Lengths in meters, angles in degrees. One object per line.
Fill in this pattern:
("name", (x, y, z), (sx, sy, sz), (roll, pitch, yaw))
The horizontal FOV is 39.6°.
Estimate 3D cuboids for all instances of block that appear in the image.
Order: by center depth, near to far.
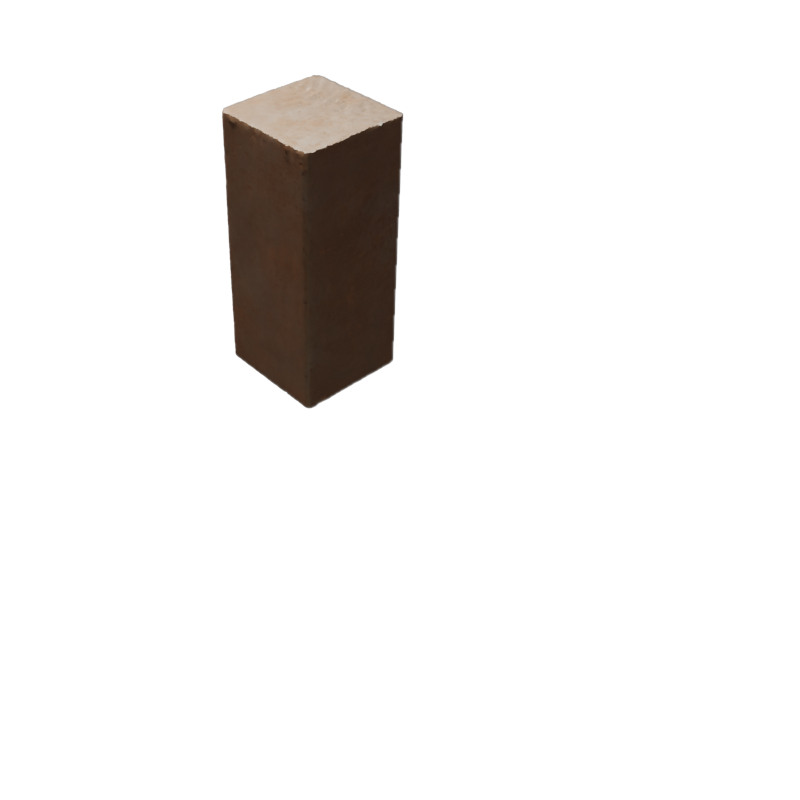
("block", (-0.062, -0.112, 0.789), (0.090, 0.193, 0.097), (-27, 45, -35))
